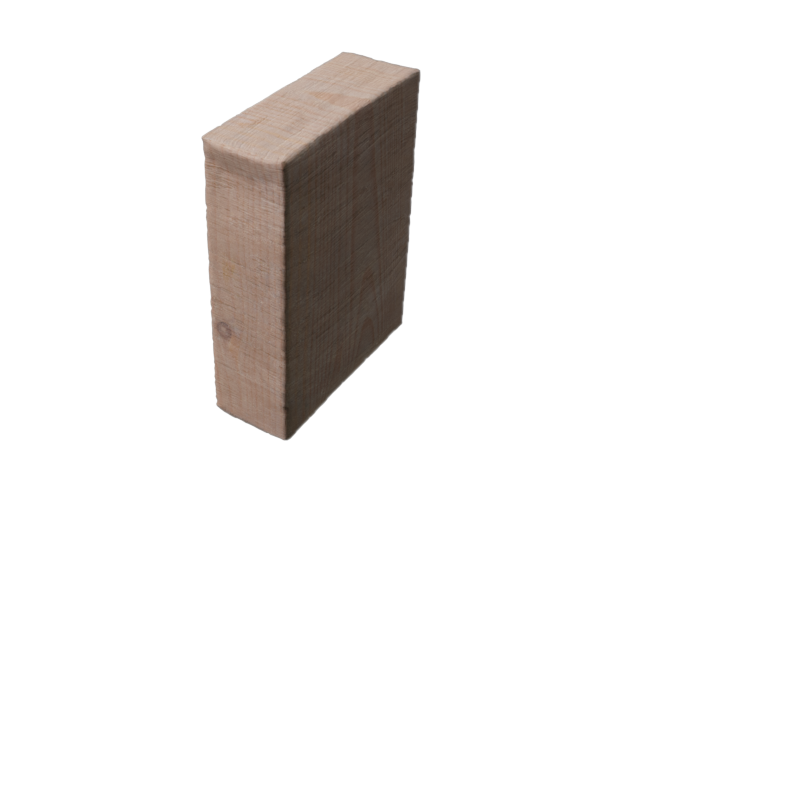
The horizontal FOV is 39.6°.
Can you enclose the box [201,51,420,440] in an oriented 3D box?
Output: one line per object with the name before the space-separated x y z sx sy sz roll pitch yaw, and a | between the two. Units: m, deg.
box | -0.059 -0.108 0.755 0.075 0.200 0.167 19 39 23
